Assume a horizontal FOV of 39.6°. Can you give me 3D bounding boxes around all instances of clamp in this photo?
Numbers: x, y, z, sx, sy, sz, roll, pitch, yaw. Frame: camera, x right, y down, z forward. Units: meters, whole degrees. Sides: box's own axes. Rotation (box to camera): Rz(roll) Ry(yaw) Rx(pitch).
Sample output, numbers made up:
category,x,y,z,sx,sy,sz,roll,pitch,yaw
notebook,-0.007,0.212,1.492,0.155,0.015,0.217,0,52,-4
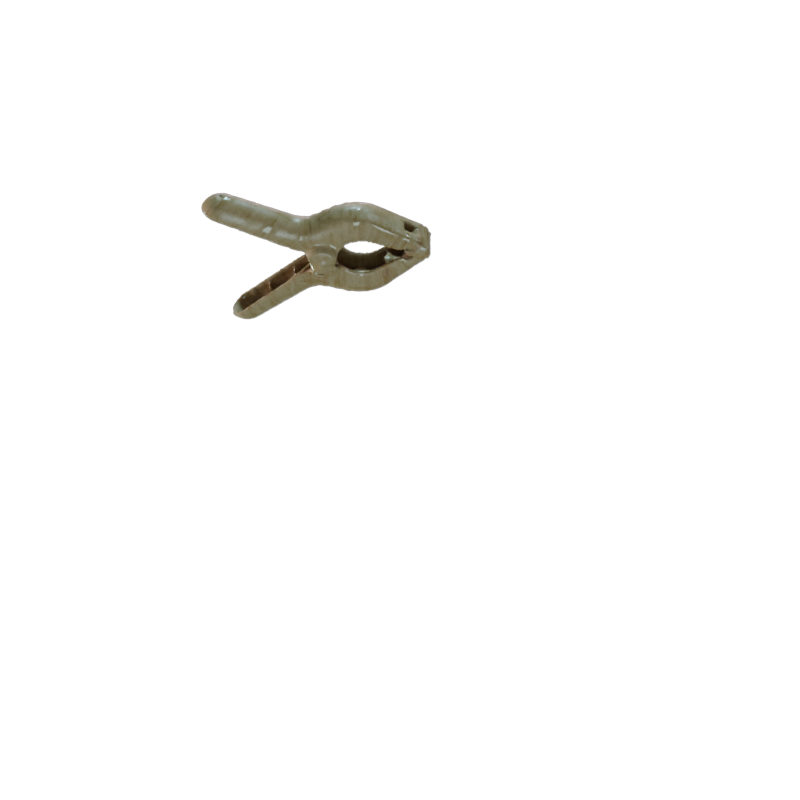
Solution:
category,x,y,z,sx,sy,sz,roll,pitch,yaw
clamp,-0.066,-0.120,0.842,0.173,0.042,0.111,-11,-42,13
